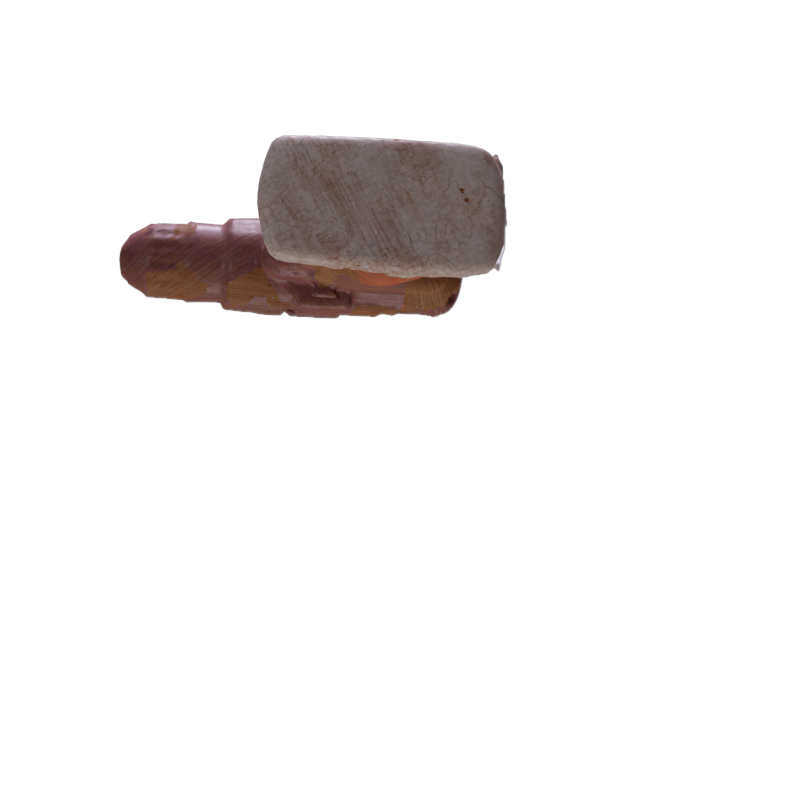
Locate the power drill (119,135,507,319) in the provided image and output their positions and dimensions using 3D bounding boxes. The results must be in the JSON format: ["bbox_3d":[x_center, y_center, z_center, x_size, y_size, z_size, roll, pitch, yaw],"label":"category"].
[{"bbox_3d":[-0.042,-0.076,0.533,0.182,0.058,0.188,0,-3,-12],"label":"power drill"}]
